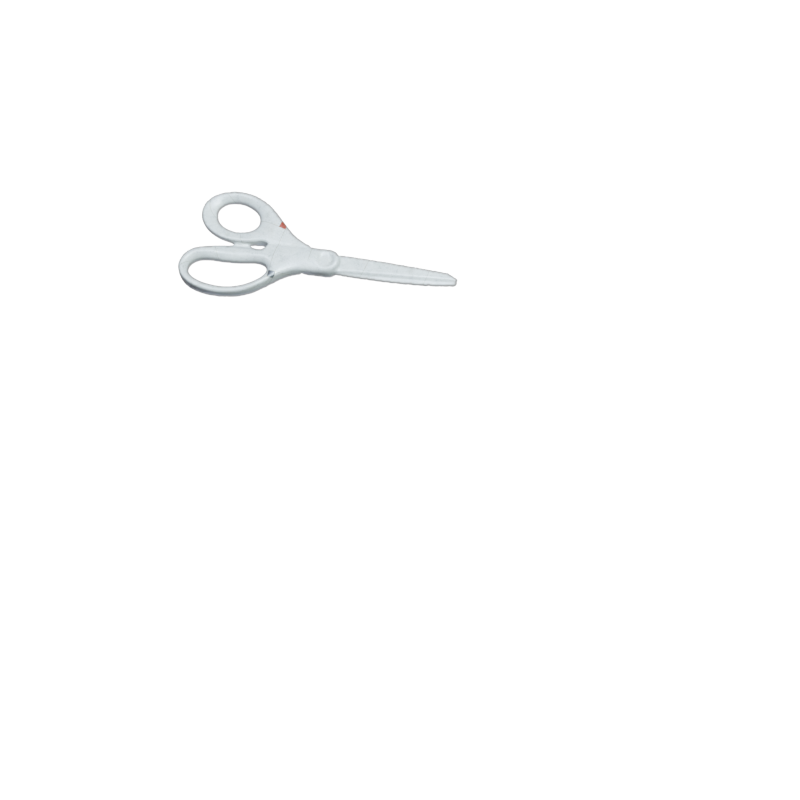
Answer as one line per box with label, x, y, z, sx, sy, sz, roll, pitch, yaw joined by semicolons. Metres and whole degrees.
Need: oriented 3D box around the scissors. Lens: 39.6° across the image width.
scissors;-0.065;-0.118;0.828;0.201;0.103;0.015;-6;-29;-3
